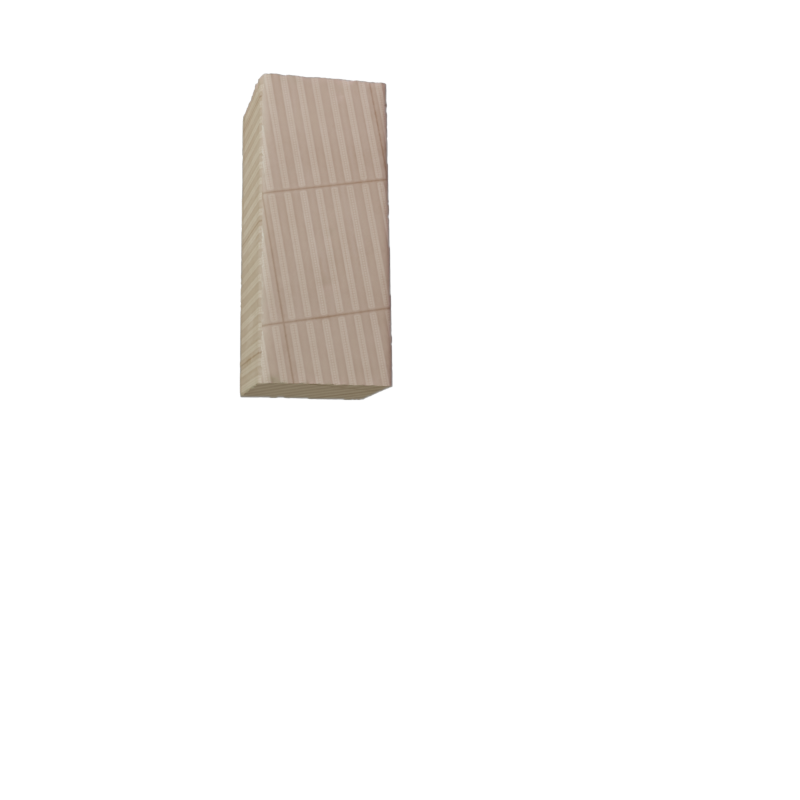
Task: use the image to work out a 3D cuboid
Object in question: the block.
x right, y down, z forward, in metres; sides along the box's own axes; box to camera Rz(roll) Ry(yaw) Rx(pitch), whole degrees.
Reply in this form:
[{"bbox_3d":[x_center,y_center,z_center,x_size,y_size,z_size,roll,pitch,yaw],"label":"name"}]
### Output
[{"bbox_3d":[-0.060,-0.109,0.761,0.089,0.213,0.089,2,-13,-14],"label":"block"}]
